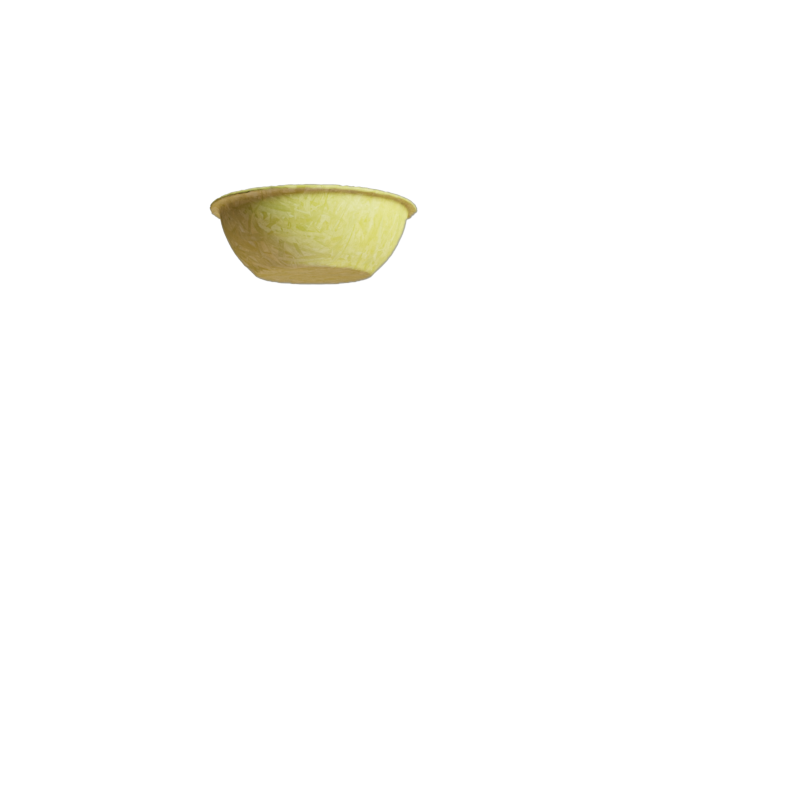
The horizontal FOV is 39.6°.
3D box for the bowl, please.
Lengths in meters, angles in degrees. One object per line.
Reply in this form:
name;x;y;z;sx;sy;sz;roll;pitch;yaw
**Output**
bowl;-0.068;-0.123;0.862;0.162;0.056;0.160;0;-4;-2
